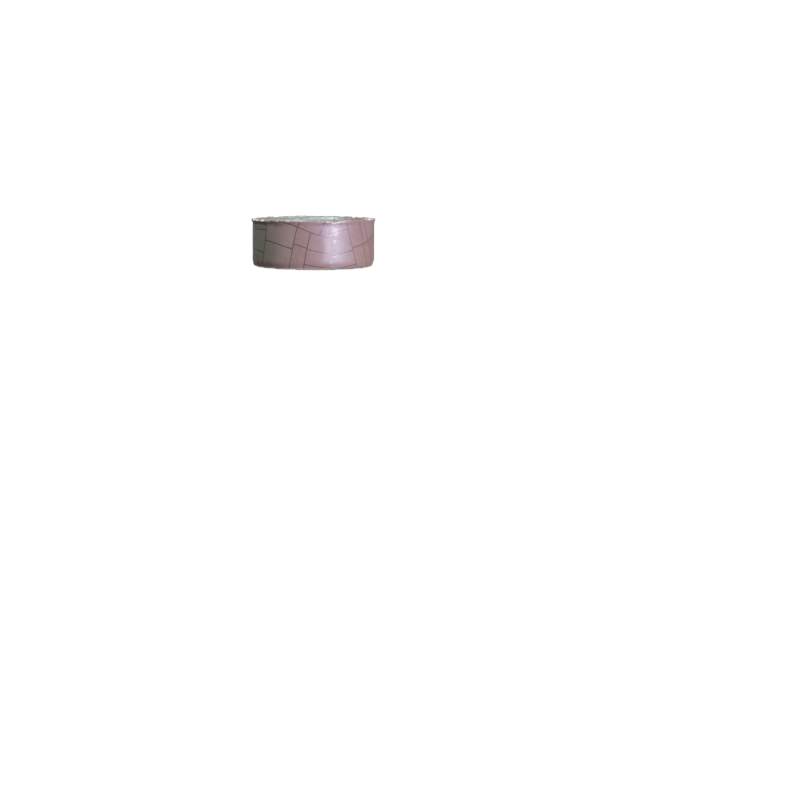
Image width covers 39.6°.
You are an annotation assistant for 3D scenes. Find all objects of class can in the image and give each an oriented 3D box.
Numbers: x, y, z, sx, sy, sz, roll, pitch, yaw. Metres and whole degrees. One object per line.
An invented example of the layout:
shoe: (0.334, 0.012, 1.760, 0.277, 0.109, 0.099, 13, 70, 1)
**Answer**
can: (-0.060, -0.110, 0.770, 0.086, 0.033, 0.088, 0, 10, -2)
